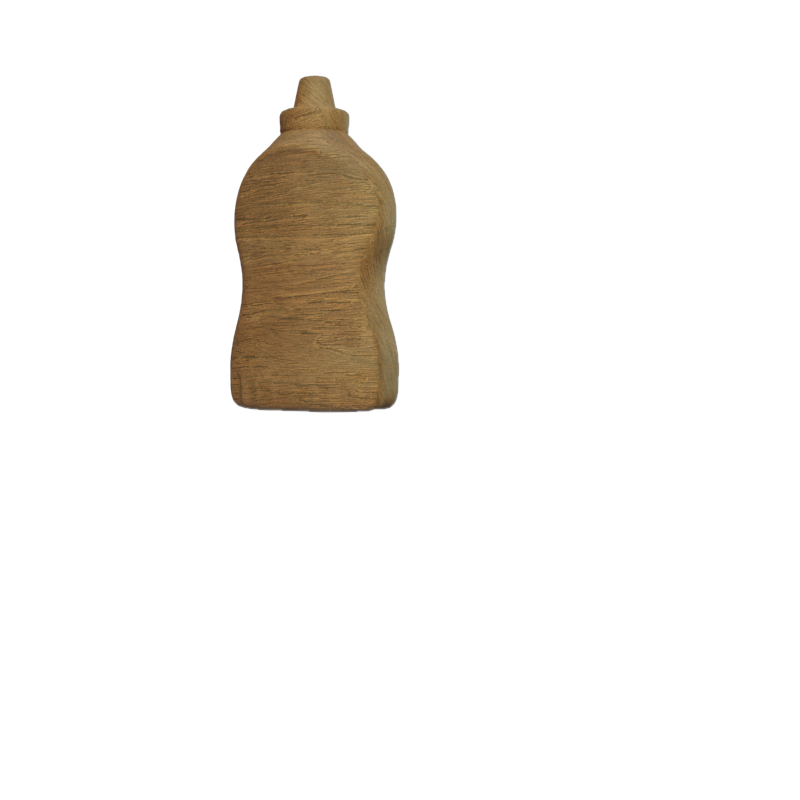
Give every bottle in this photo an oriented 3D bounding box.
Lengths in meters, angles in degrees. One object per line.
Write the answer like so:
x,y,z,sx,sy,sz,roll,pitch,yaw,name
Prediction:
-0.050,-0.091,0.639,0.099,0.194,0.056,-2,-5,27,bottle
